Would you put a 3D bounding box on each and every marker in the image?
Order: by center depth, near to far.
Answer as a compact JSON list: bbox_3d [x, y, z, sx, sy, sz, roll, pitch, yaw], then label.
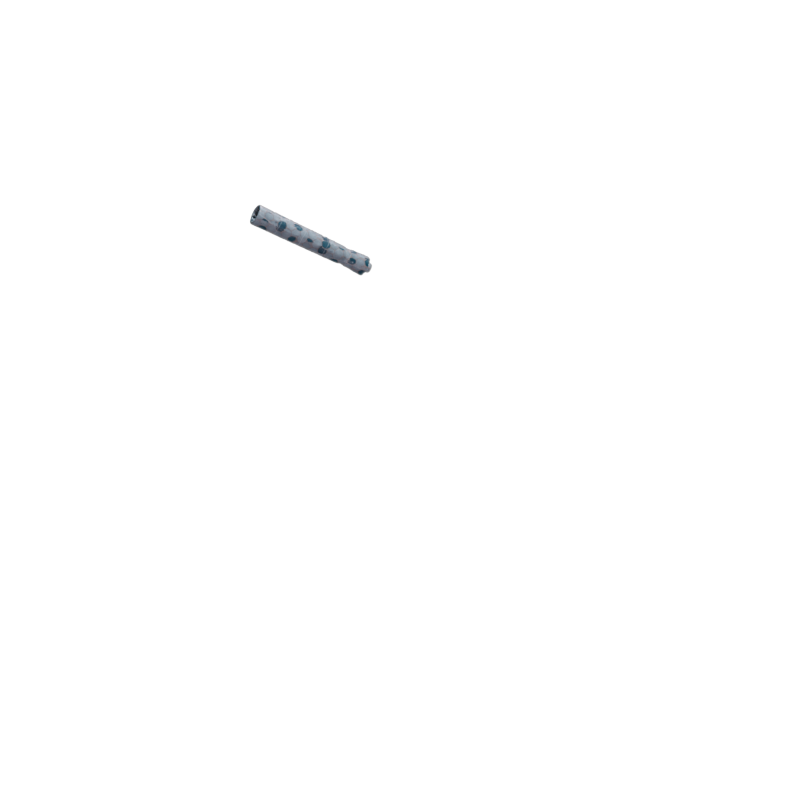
[{"bbox_3d":[-0.078,-0.142,0.996,0.116,0.020,0.020,23,-6,-20],"label":"marker"}]
